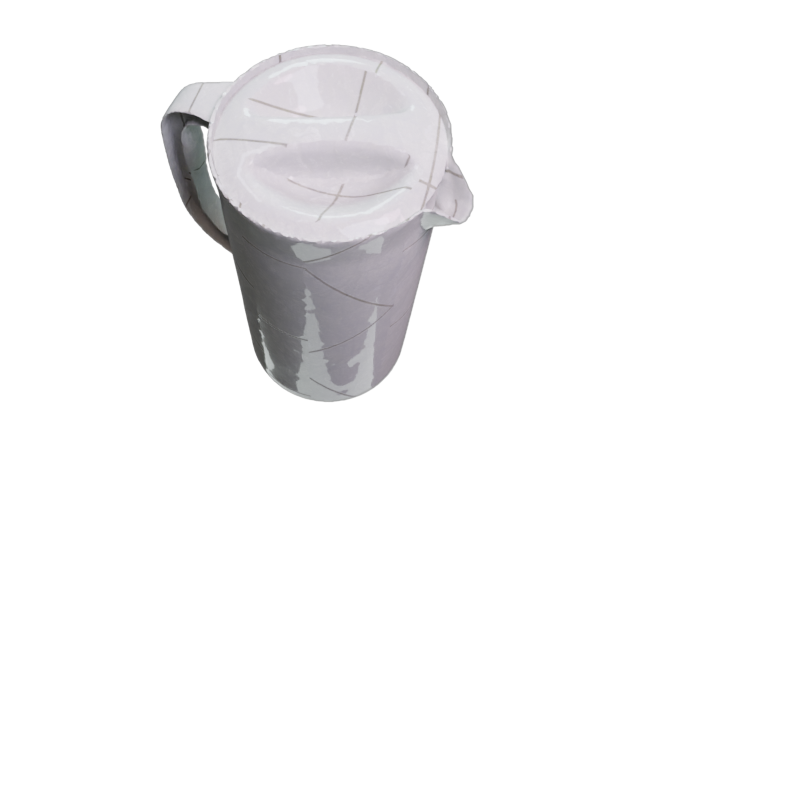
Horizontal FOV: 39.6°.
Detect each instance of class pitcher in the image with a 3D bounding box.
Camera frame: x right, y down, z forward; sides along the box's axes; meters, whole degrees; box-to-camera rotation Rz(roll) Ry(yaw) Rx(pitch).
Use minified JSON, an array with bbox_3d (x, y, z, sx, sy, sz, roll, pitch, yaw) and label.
[{"bbox_3d":[-0.054,-0.099,0.693,0.144,0.159,0.229,-18,-25,-12],"label":"pitcher"}]
